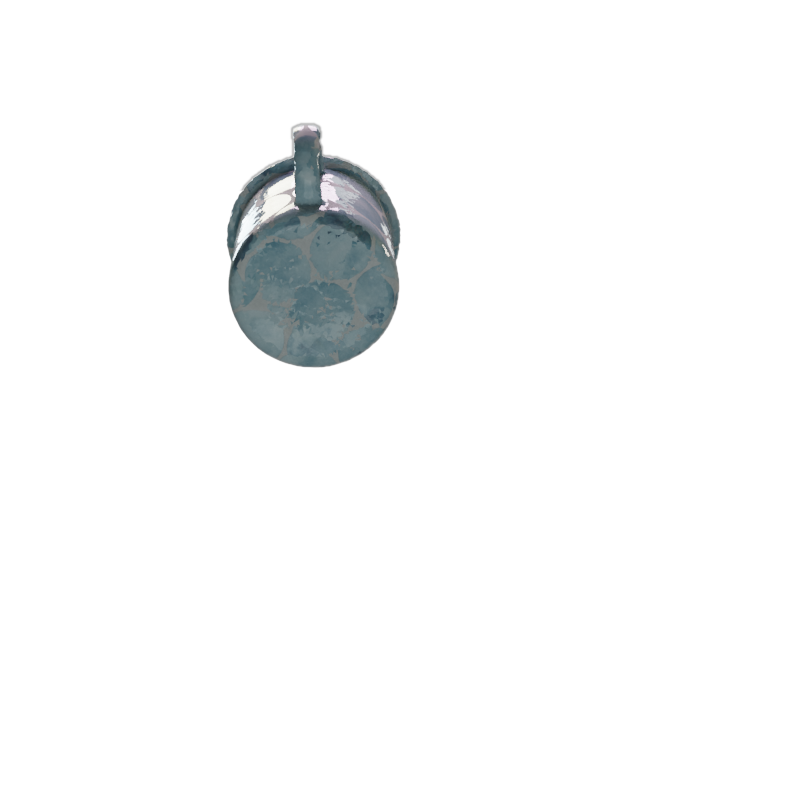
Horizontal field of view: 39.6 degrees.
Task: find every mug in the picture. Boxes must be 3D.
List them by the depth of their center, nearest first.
[{"bbox_3d":[-0.043,-0.079,0.554,0.093,0.112,0.086,0,23,-2],"label":"mug"}]
